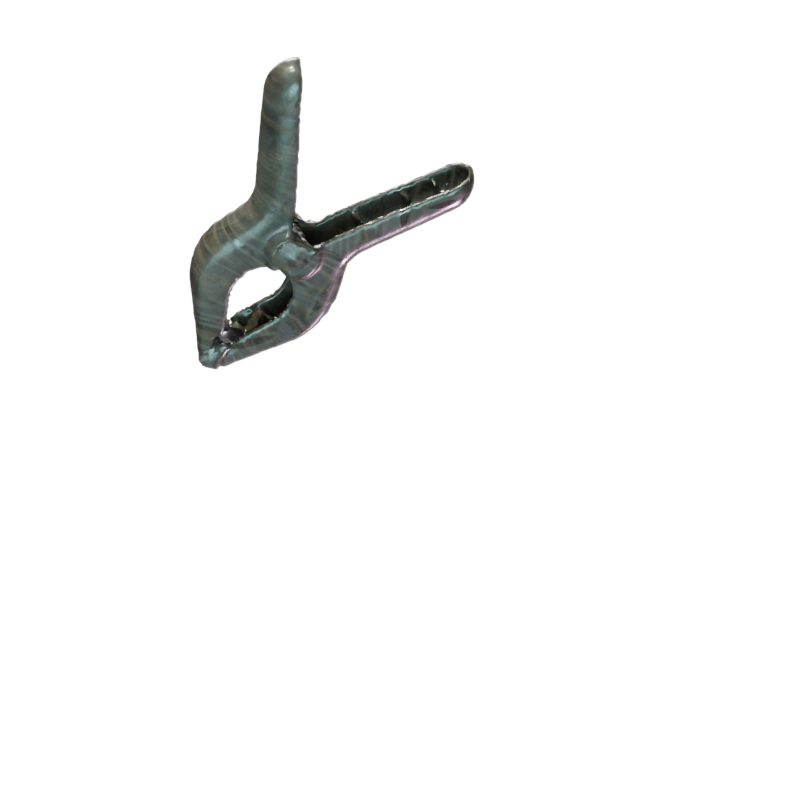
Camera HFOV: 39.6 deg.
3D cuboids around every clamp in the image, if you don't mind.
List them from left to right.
[{"bbox_3d":[-0.045,-0.081,0.570,0.116,0.166,0.042,24,29,-15],"label":"clamp"}]
